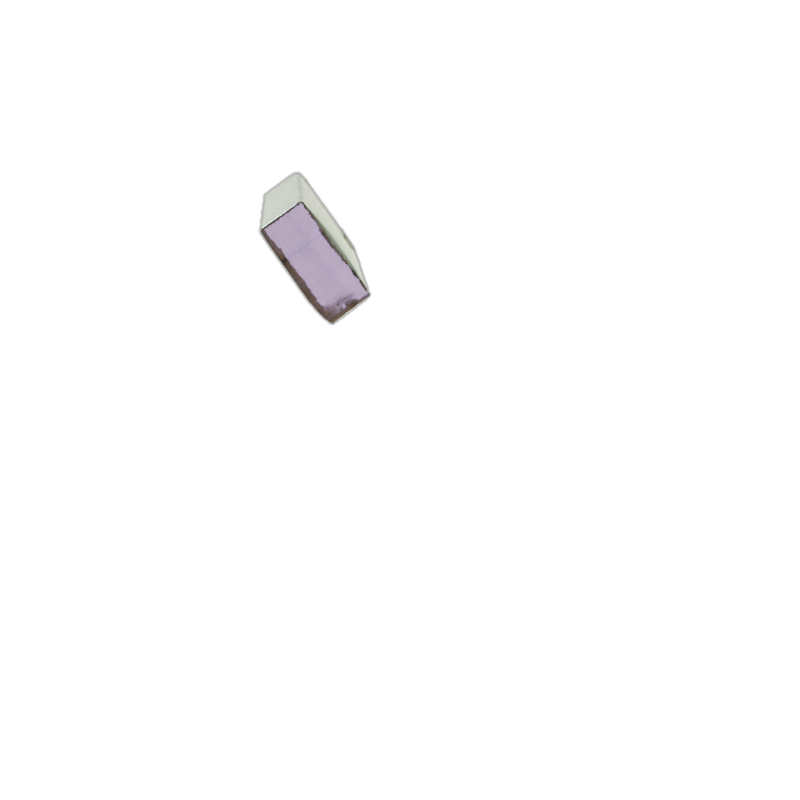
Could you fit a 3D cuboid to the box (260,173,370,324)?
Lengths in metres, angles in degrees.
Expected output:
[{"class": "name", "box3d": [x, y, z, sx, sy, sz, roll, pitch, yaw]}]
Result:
[{"class": "box", "box3d": [-0.071, -0.130, 0.910, 0.048, 0.090, 0.183, -34, 17, 8]}]
